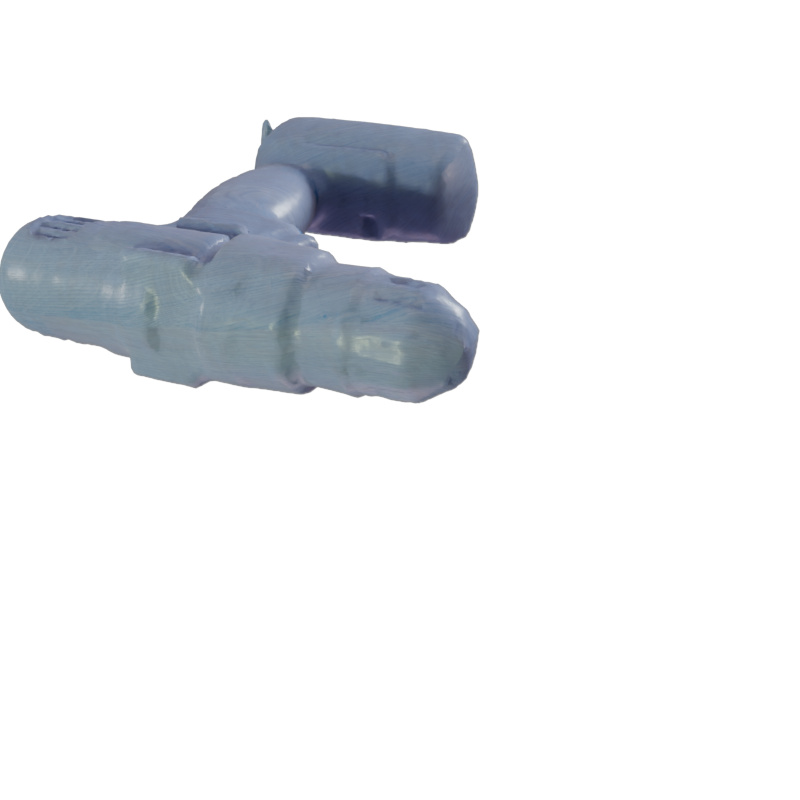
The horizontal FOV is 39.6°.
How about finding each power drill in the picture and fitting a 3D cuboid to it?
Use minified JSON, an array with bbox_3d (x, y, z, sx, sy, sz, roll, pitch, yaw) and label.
[{"bbox_3d":[-0.035,-0.063,0.443,0.192,0.055,0.190,12,28,23],"label":"power drill"}]
